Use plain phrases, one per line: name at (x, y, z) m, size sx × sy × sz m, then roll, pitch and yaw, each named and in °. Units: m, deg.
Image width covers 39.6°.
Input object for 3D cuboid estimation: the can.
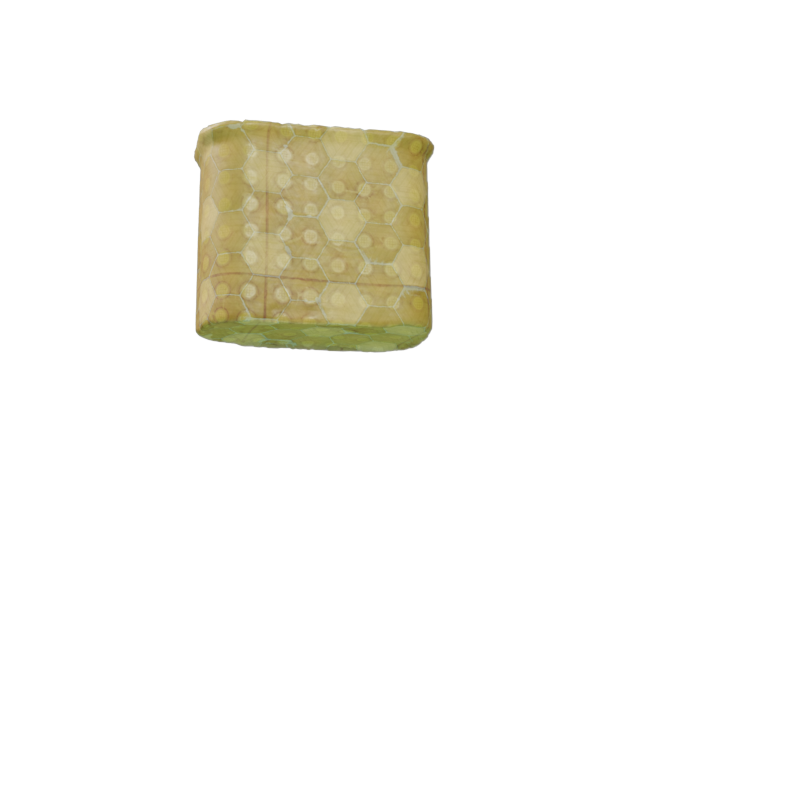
can at (-0.037, -0.067, 0.470) m, size 0.100 × 0.087 × 0.056 m, roll 2°, pitch -15°, yaw -12°
